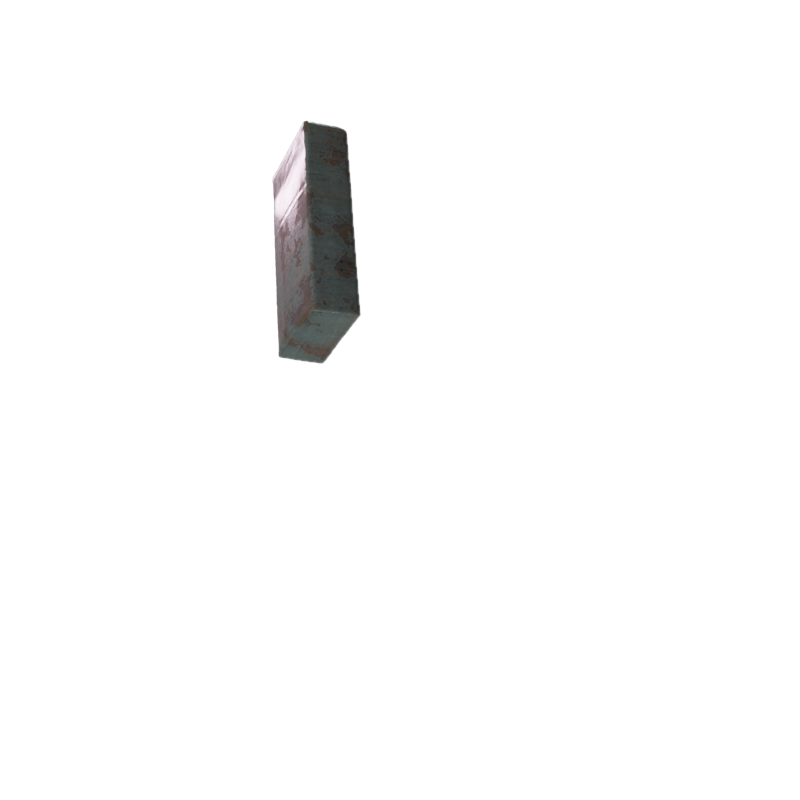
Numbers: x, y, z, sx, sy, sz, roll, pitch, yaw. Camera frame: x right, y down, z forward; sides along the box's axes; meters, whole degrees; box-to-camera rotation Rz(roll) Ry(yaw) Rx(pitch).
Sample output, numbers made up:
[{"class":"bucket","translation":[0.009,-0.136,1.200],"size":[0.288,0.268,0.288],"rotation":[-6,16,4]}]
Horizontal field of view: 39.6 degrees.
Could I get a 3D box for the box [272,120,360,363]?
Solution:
[{"class":"box","translation":[-0.070,-0.129,0.903],"size":[0.047,0.187,0.090],"rotation":[9,-30,-20]}]
